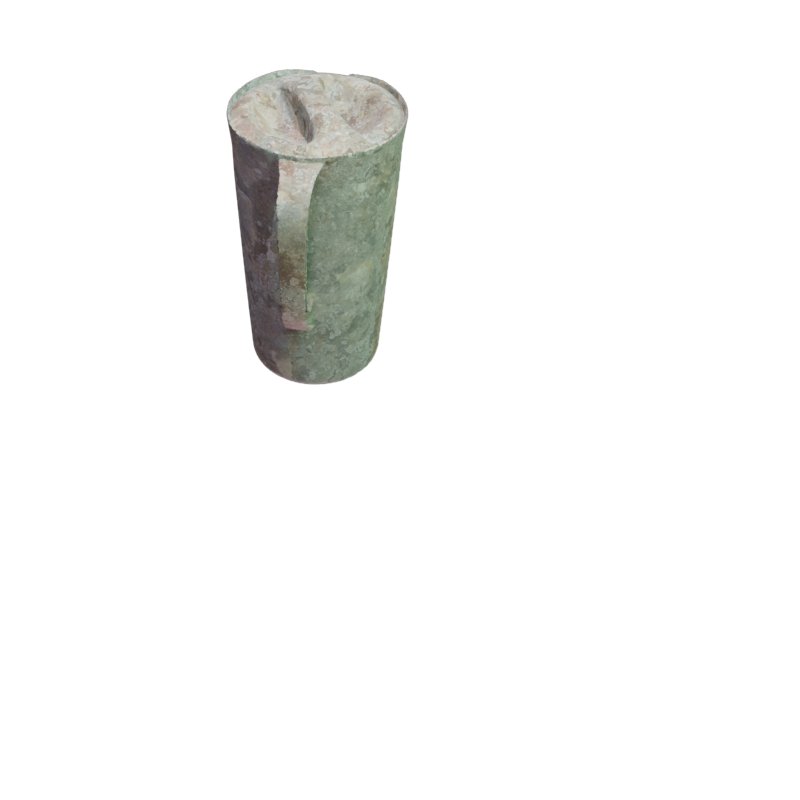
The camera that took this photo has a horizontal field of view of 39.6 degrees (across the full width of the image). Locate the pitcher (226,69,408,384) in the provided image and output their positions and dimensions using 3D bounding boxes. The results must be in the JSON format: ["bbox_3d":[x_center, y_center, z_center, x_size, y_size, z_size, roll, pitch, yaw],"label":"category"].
[{"bbox_3d":[-0.068,-0.125,0.873,0.148,0.227,0.156,-26,48,-29],"label":"pitcher"}]
